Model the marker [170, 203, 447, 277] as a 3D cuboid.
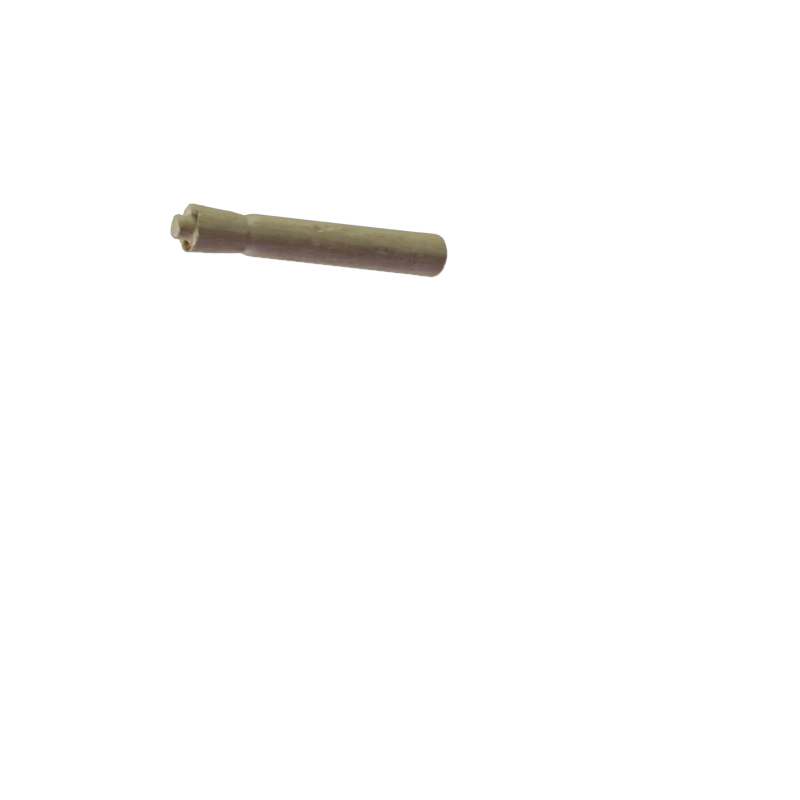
[{"bbox_3d":[-0.035,-0.064,0.447,0.116,0.020,0.020,2,2,-30],"label":"marker"}]
